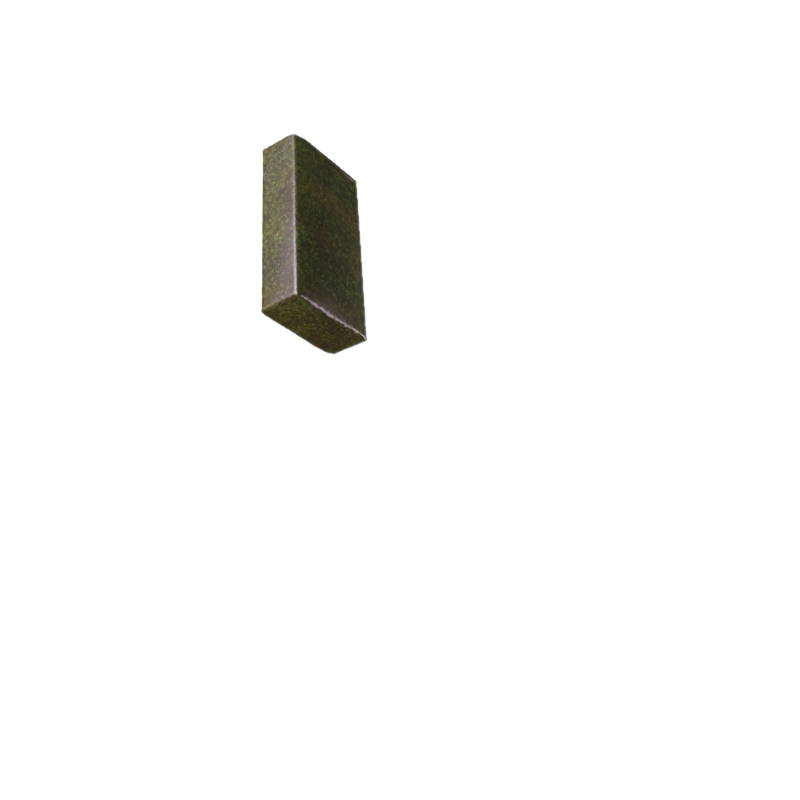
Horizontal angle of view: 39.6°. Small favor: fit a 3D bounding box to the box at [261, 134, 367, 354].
[{"bbox_3d":[-0.074,-0.136,0.949,0.048,0.188,0.087,-25,-39,30],"label":"box"}]
